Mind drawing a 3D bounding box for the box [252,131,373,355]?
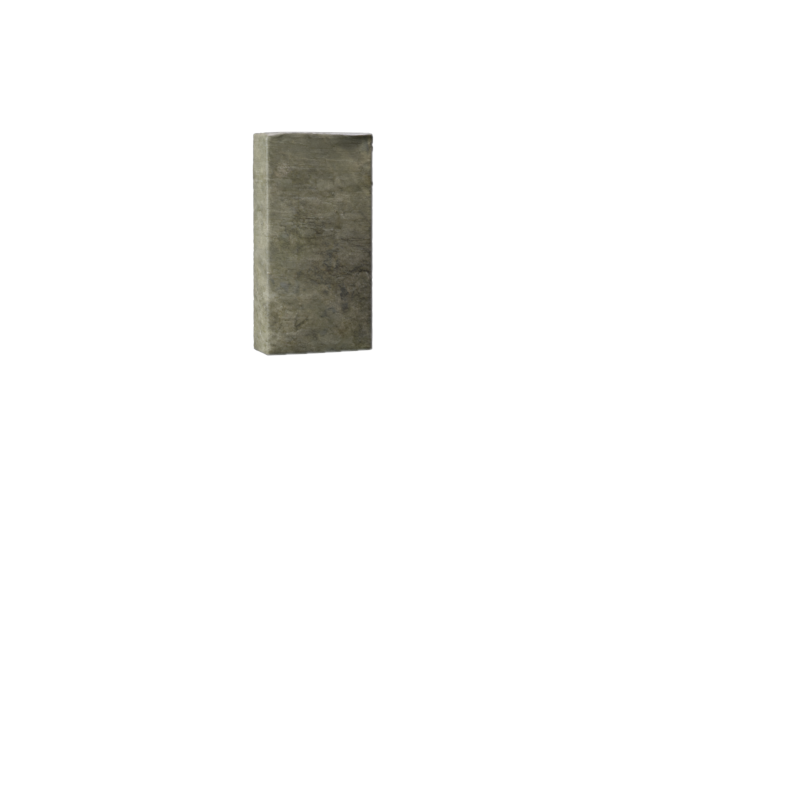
[{"bbox_3d":[-0.070,-0.128,0.894,0.091,0.174,0.050,-2,7,-21],"label":"box"}]
